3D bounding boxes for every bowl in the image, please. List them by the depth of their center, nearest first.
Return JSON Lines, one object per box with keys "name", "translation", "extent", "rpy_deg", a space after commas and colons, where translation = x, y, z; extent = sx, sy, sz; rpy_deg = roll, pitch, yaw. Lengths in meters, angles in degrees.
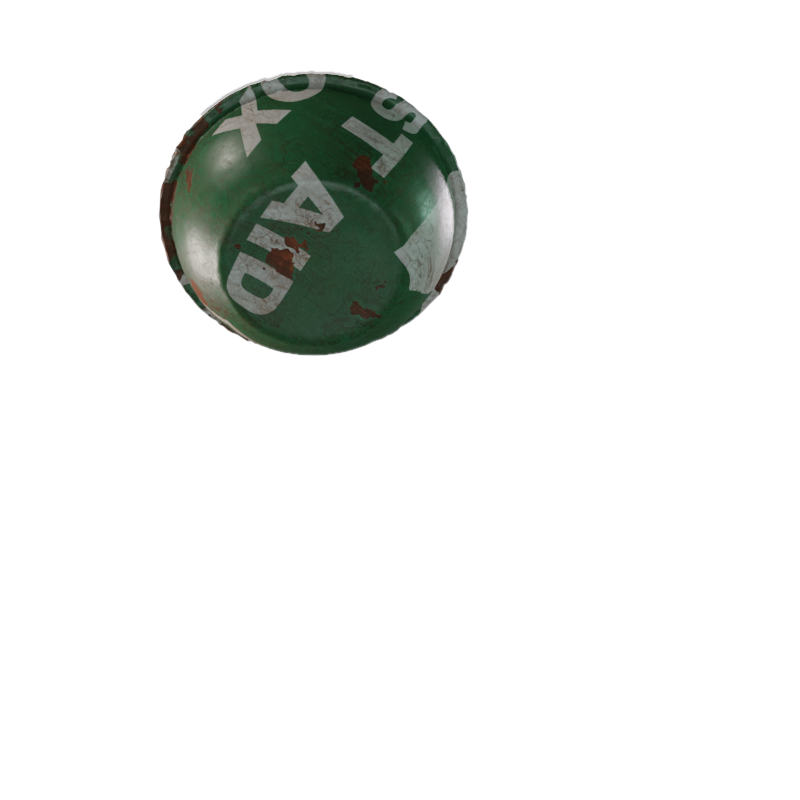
{"name": "bowl", "translation": [-0.044, -0.080, 0.558], "extent": [0.162, 0.153, 0.058], "rpy_deg": [1, 28, -1]}
